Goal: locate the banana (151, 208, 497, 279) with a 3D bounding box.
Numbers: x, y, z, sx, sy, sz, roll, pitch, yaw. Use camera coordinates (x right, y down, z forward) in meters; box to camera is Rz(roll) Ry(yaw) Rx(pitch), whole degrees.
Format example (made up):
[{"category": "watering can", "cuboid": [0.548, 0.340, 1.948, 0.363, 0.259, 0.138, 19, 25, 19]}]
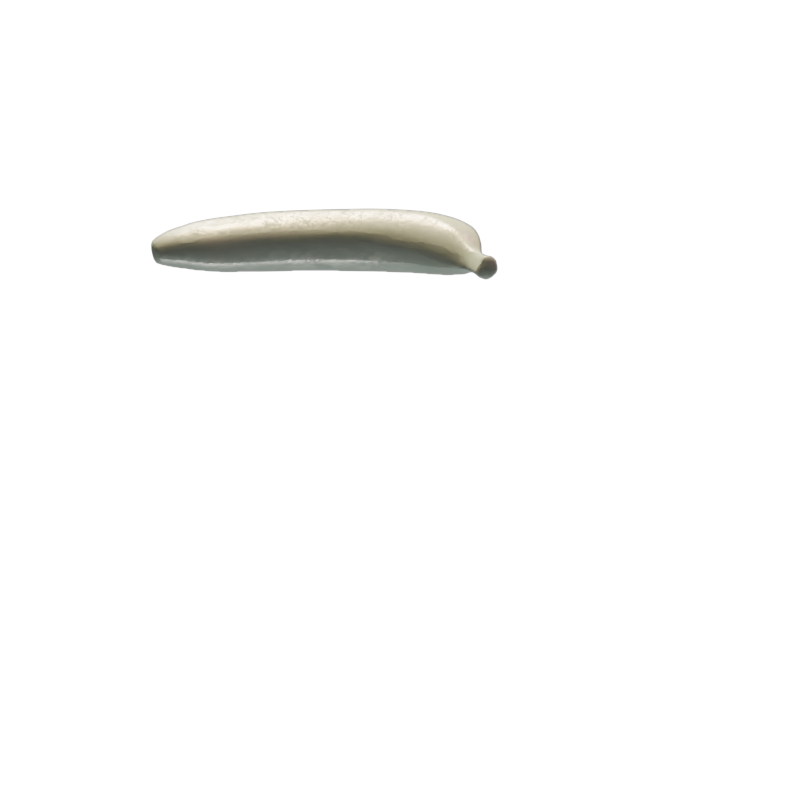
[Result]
[{"category": "banana", "cuboid": [-0.039, -0.090, 0.625, 0.202, 0.036, 0.069, 3, 8, 18]}]
